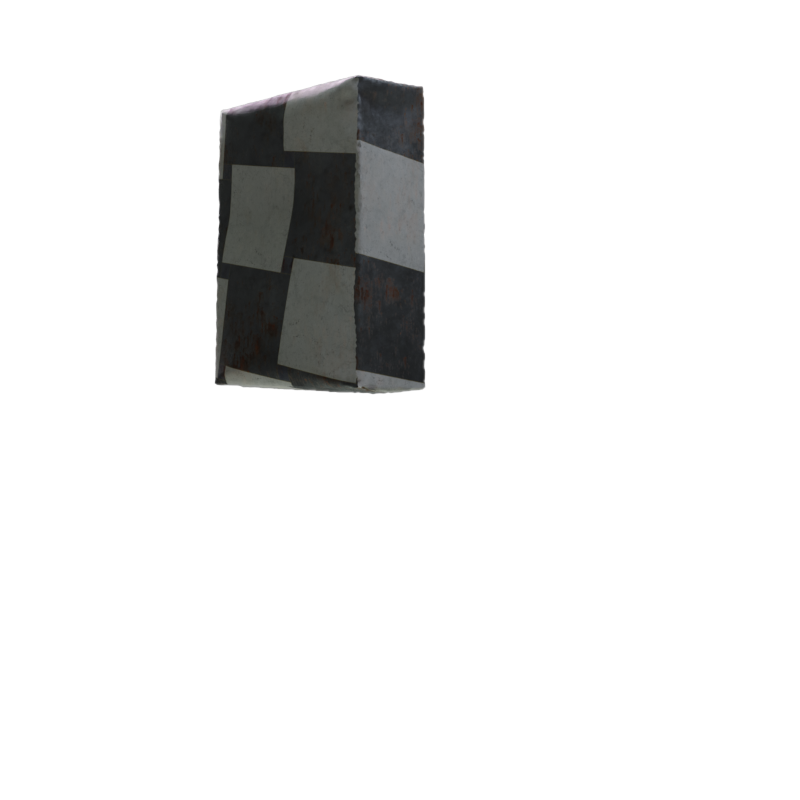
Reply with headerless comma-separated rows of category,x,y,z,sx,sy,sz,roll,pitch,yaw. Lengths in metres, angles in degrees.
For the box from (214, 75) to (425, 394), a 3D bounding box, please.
box,-0.063,-0.115,0.805,0.069,0.216,0.170,4,-4,-43
